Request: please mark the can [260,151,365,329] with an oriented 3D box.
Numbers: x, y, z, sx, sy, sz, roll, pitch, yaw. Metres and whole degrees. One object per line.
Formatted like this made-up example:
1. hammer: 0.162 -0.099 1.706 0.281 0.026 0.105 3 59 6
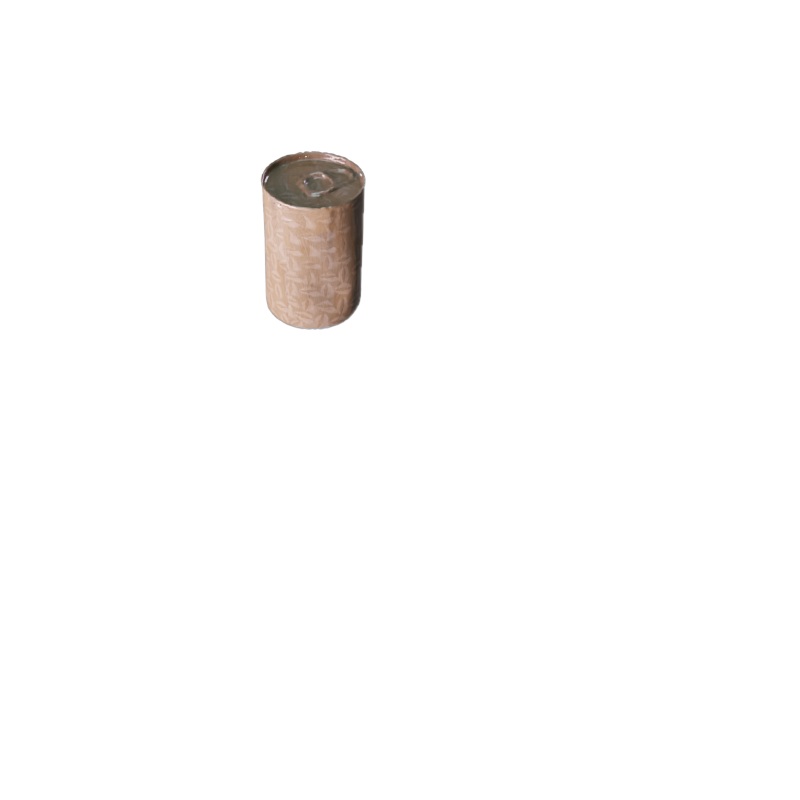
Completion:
1. can: -0.058 -0.107 0.747 0.068 0.095 0.073 0 40 -3
